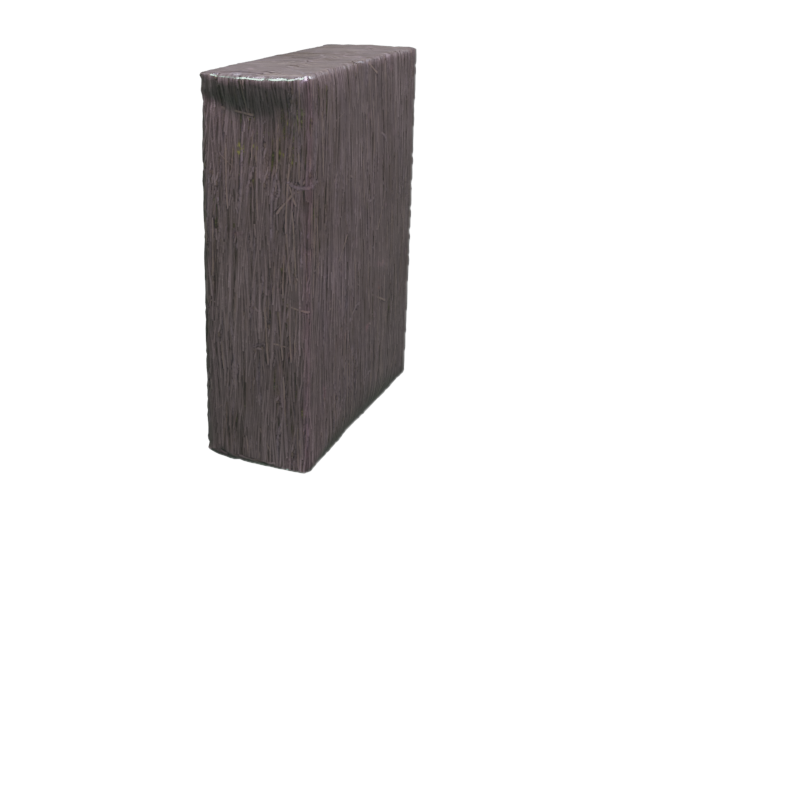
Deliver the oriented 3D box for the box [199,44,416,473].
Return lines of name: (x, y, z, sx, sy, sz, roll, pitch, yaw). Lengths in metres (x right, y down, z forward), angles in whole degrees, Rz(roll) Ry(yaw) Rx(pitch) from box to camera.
box: (-0.050, -0.092, 0.643, 0.074, 0.206, 0.166, 7, 19, 19)
